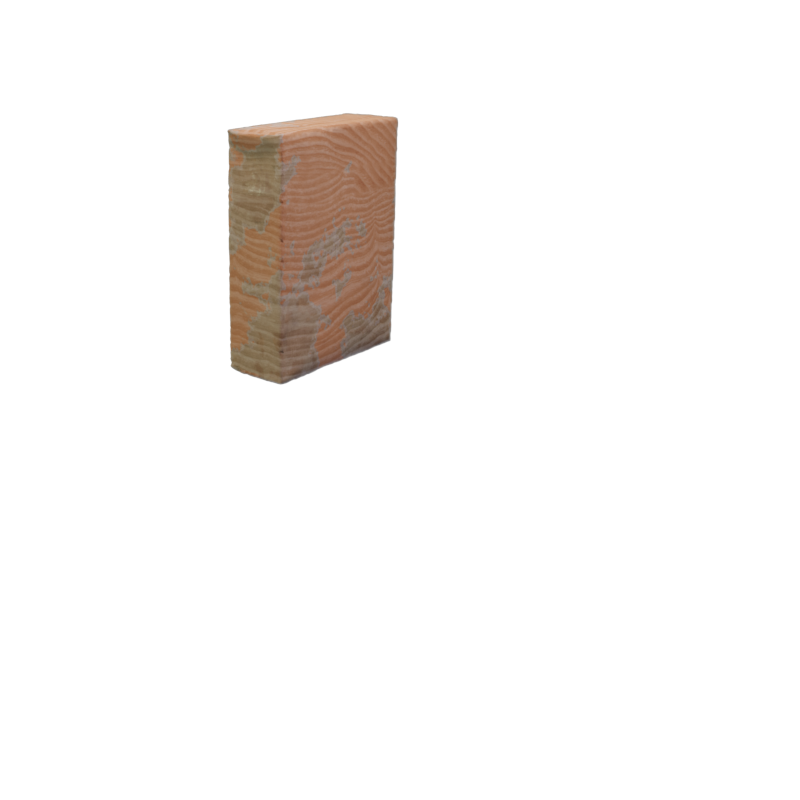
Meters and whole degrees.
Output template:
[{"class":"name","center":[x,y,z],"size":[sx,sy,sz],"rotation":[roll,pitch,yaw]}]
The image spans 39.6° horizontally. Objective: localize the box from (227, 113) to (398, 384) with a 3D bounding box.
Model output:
[{"class":"box","center":[-0.077,-0.140,0.983],"size":[0.075,0.207,0.162],"rotation":[11,18,34]}]
